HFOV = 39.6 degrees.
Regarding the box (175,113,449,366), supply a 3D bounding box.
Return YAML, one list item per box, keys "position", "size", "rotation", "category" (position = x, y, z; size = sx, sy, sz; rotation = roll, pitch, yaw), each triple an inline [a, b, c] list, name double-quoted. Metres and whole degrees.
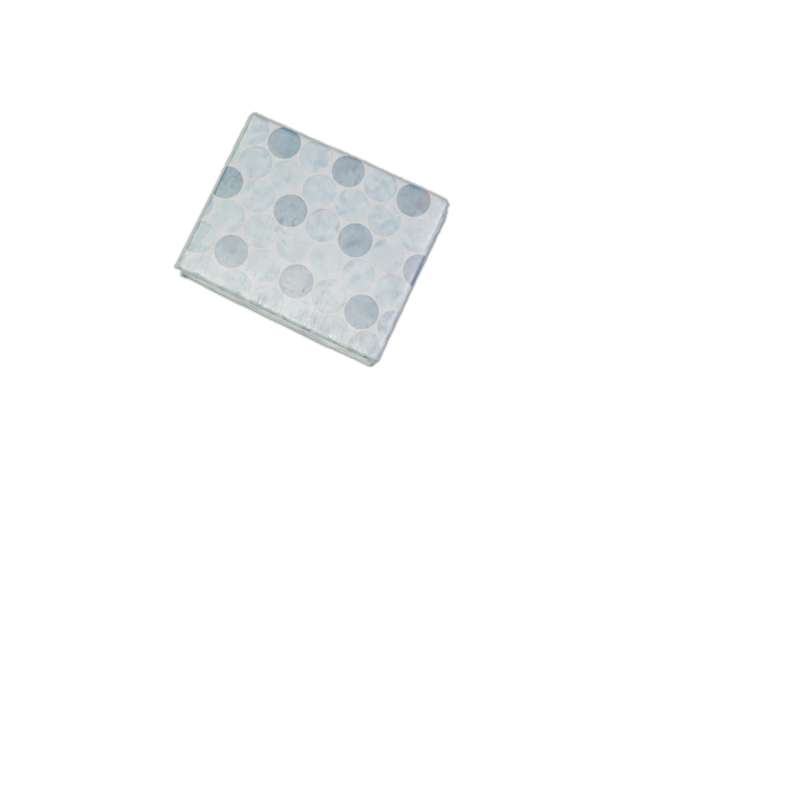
- position: [-0.044, -0.081, 0.565]
  size: [0.115, 0.091, 0.038]
  rotation: [24, -11, 5]
  category: "box"
